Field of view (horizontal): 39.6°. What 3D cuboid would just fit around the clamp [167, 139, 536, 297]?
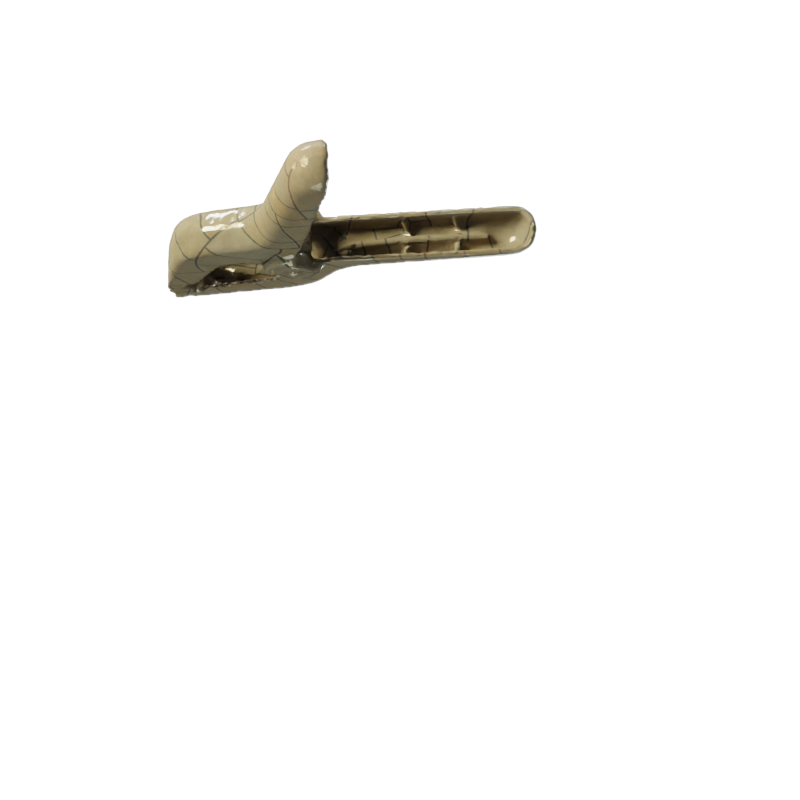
[{"bbox_3d":[-0.046,-0.084,0.590,0.157,0.037,0.214,7,-11,-40],"label":"clamp"}]
